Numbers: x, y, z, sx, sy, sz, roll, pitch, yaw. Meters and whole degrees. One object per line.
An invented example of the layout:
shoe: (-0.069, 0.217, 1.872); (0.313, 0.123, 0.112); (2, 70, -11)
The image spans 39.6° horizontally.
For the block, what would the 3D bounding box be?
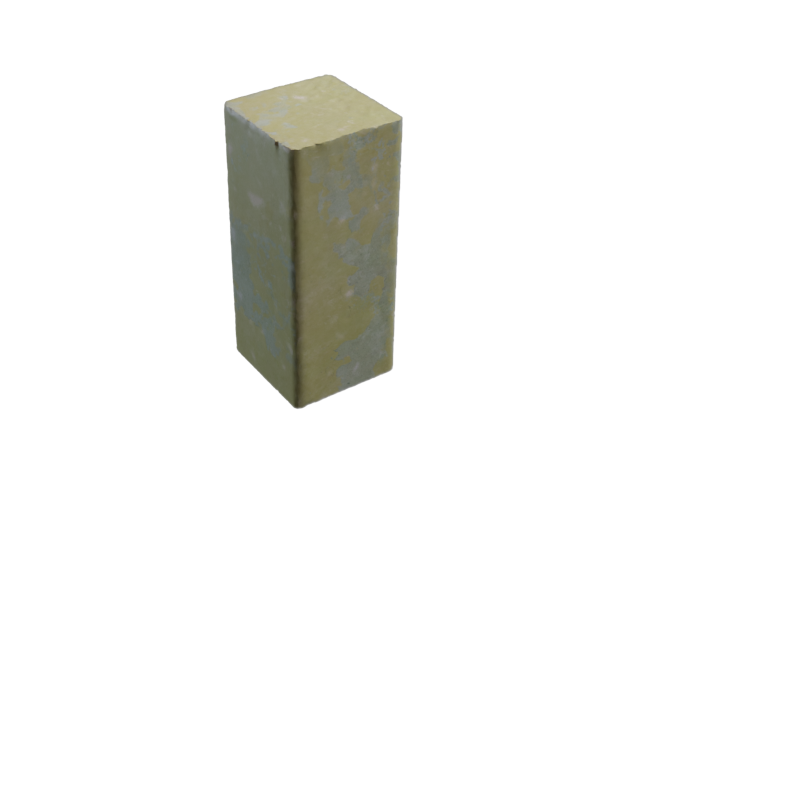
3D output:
block: (-0.062, -0.112, 0.784); (0.089, 0.193, 0.098); (-20, 41, -29)
